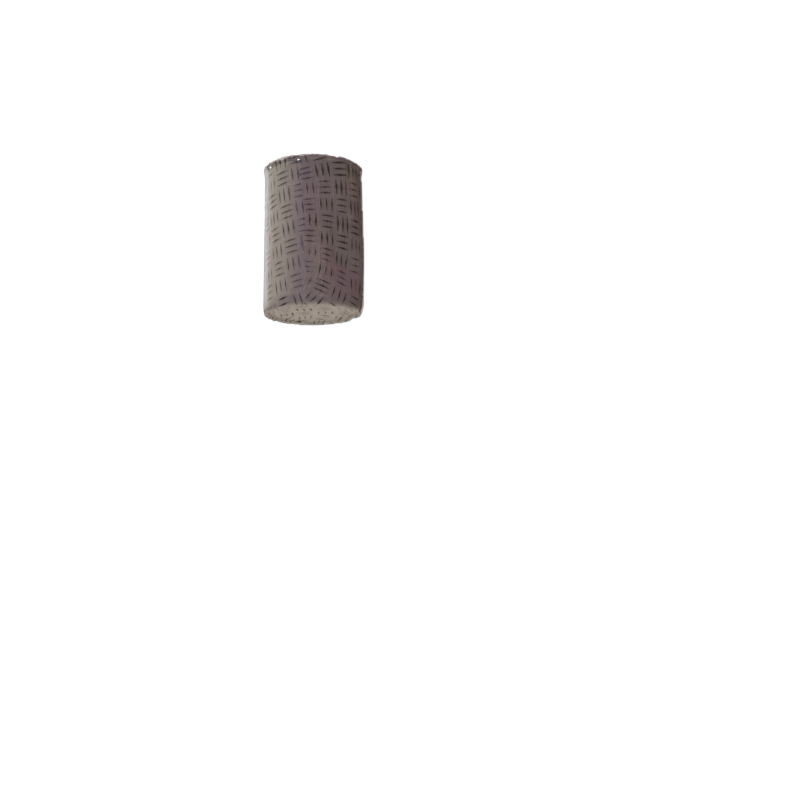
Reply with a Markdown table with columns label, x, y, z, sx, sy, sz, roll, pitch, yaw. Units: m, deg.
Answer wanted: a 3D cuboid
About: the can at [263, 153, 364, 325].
| label | x | y | z | sx | sy | sz | roll | pitch | yaw |
| --- | --- | --- | --- | --- | --- | --- | --- | --- | --- |
| can | -0.059 | -0.107 | 0.748 | 0.068 | 0.106 | 0.066 | 0 | -13 | -2 |
